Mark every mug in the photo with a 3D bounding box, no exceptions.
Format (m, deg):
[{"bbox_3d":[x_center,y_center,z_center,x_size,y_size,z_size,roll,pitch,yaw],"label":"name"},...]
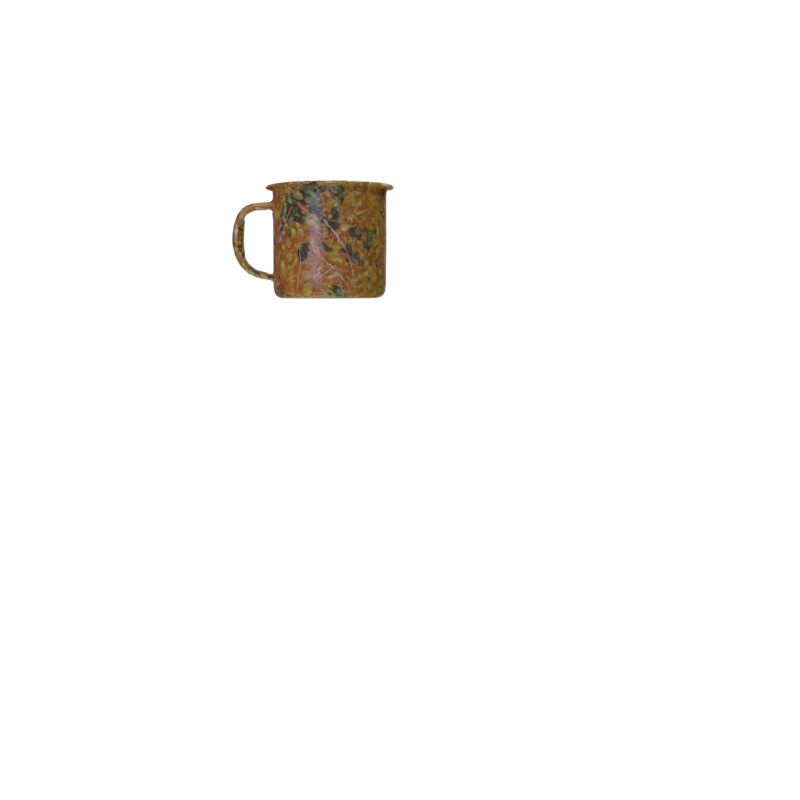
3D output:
[{"bbox_3d":[-0.063,-0.114,0.800,0.115,0.082,0.095,-1,3,-12],"label":"mug"}]
